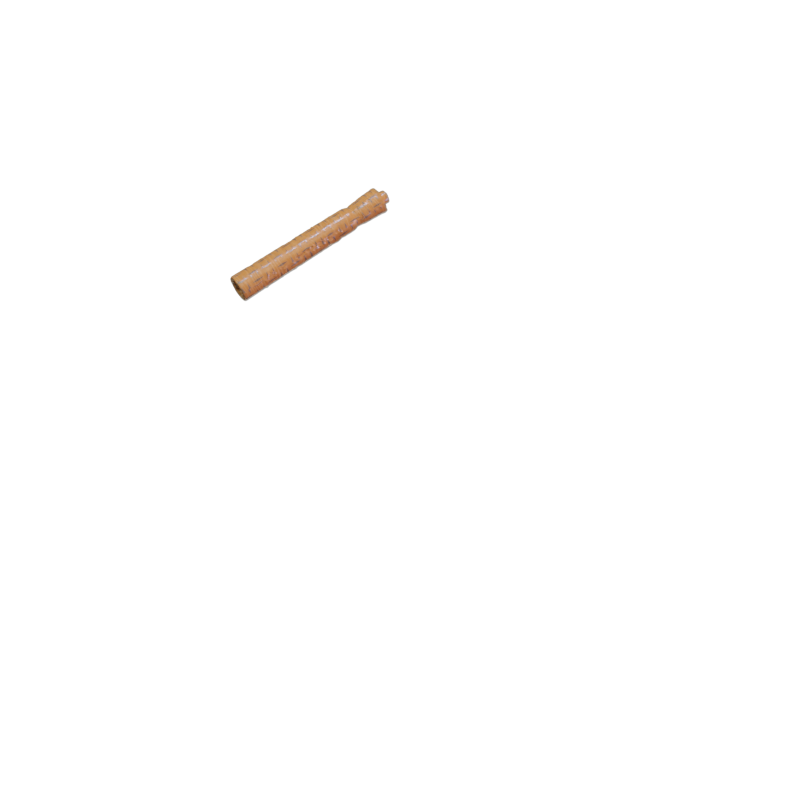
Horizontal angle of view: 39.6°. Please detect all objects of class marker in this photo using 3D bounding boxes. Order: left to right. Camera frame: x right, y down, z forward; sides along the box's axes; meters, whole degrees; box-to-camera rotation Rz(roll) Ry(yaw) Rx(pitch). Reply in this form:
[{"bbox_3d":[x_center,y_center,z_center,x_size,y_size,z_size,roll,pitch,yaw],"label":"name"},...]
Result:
[{"bbox_3d":[-0.058,-0.105,0.739,0.121,0.019,0.020,-34,14,-14],"label":"marker"}]
